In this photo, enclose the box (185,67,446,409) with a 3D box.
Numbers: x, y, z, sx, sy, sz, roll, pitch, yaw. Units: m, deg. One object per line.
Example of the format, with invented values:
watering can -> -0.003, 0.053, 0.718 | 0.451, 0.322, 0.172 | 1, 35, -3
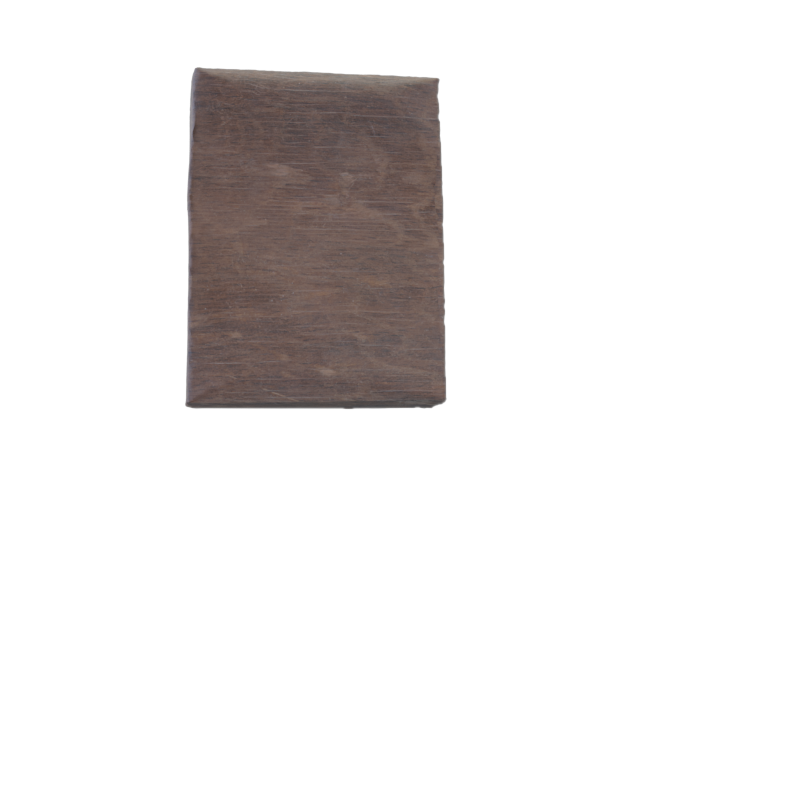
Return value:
box -> -0.056, -0.103, 0.718 | 0.162, 0.219, 0.071 | 1, -9, -8
